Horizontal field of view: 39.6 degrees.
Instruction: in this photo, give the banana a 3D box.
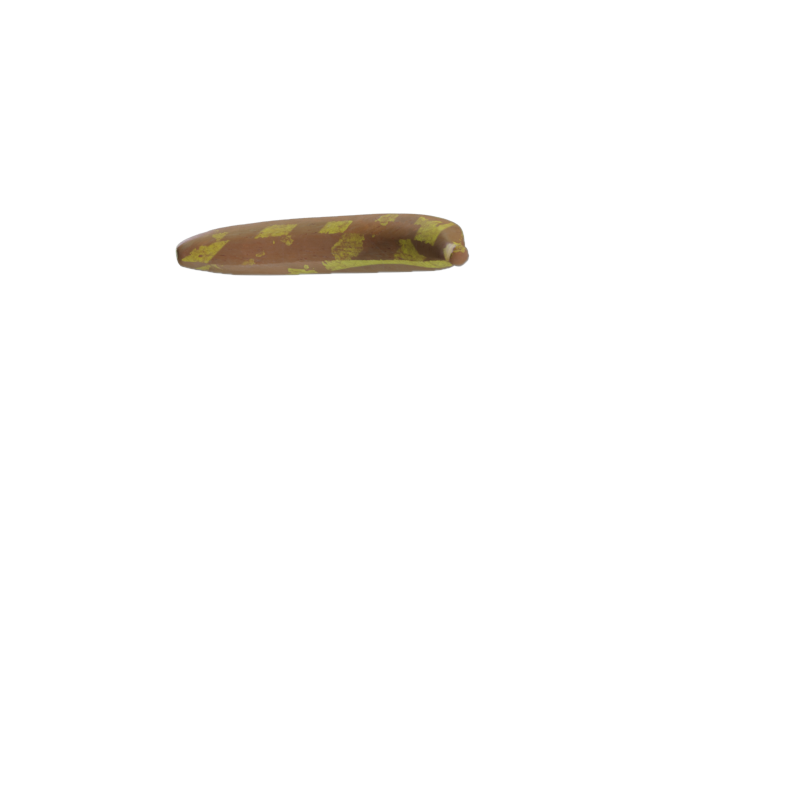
[{"bbox_3d":[-0.041,-0.096,0.681,0.204,0.037,0.067,2,2,27],"label":"banana"}]
